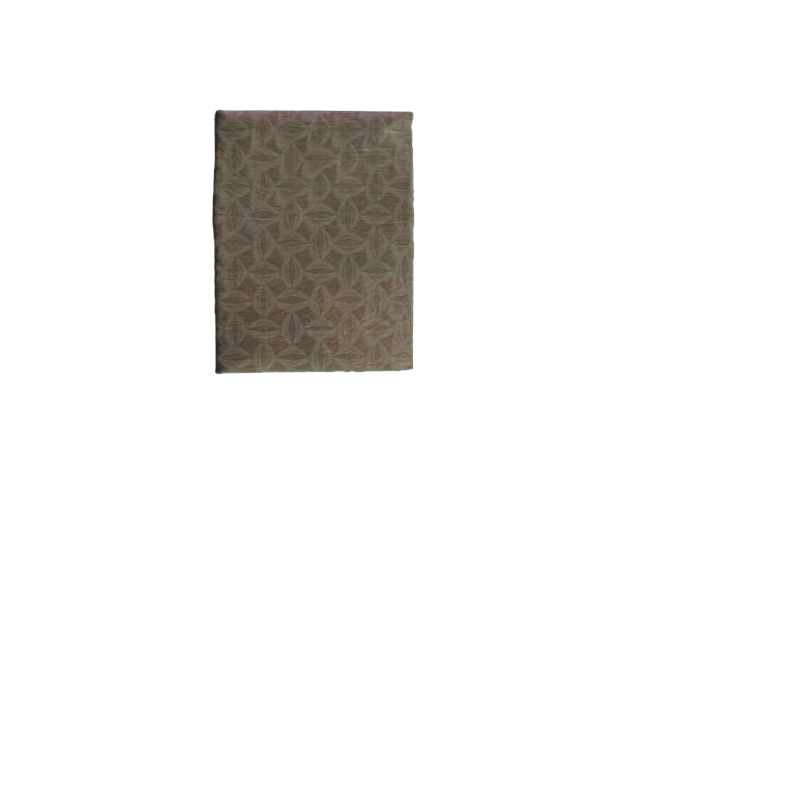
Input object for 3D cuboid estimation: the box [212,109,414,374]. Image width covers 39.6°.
[{"bbox_3d":[-0.072,-0.131,0.914,0.163,0.213,0.073,0,3,-4],"label":"box"}]
